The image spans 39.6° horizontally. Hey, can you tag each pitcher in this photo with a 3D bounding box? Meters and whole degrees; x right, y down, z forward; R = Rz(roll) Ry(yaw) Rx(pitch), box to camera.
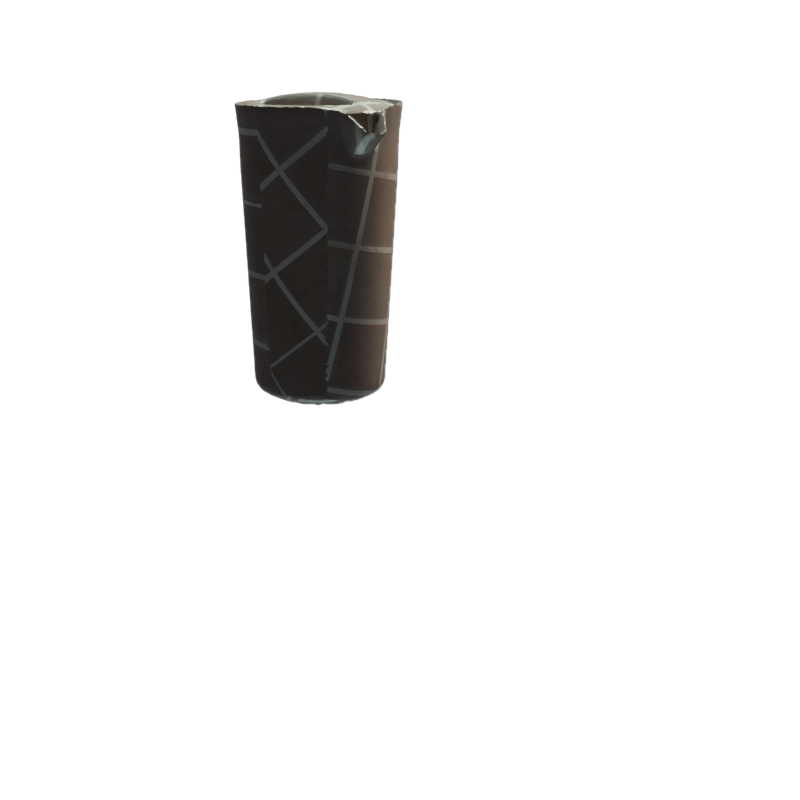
[{"bbox_3d":[-0.071,-0.129,0.907,0.147,0.236,0.151,3,13,10],"label":"pitcher"}]
